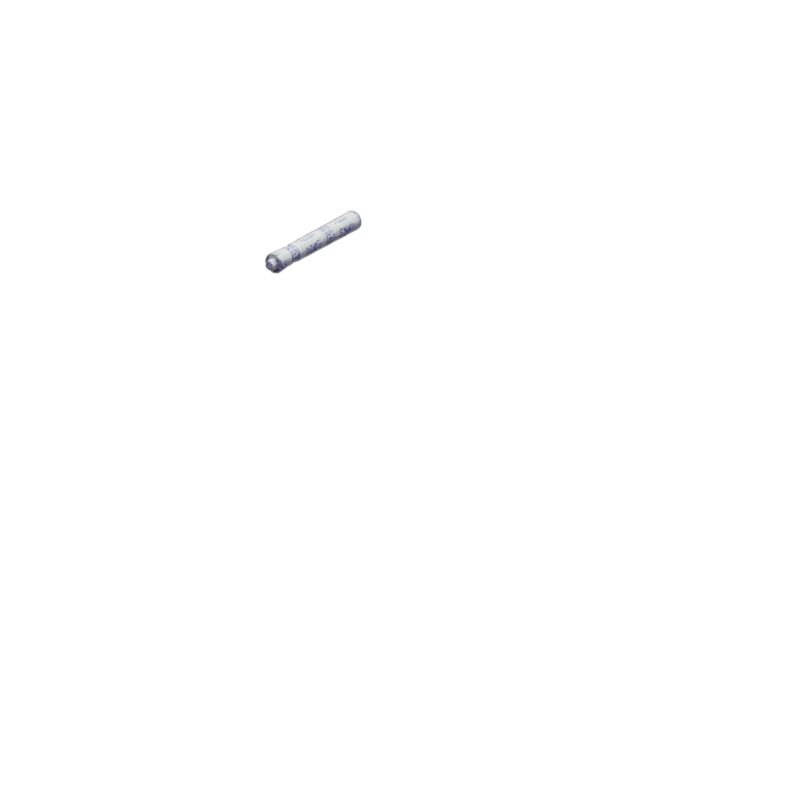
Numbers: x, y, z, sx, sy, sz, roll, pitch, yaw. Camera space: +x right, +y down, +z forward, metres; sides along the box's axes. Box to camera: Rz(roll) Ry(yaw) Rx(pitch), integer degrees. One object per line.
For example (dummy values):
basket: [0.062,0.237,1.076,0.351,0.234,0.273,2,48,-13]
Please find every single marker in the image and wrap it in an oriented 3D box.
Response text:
marker: [-0.076,-0.139,0.976,0.021,0.019,0.122,3,27,37]
